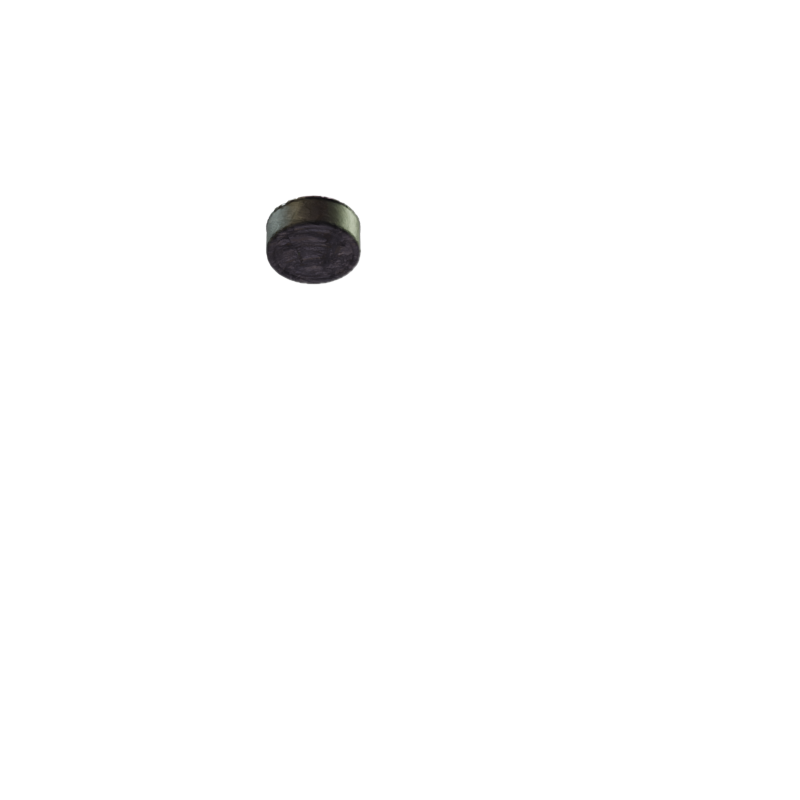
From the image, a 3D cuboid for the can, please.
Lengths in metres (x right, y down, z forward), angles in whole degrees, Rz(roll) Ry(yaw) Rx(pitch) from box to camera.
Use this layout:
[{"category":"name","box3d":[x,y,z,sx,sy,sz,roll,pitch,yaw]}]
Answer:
[{"category":"can","box3d":[-0.078,-0.141,0.991,0.086,0.036,0.080,1,-36,-2]}]
